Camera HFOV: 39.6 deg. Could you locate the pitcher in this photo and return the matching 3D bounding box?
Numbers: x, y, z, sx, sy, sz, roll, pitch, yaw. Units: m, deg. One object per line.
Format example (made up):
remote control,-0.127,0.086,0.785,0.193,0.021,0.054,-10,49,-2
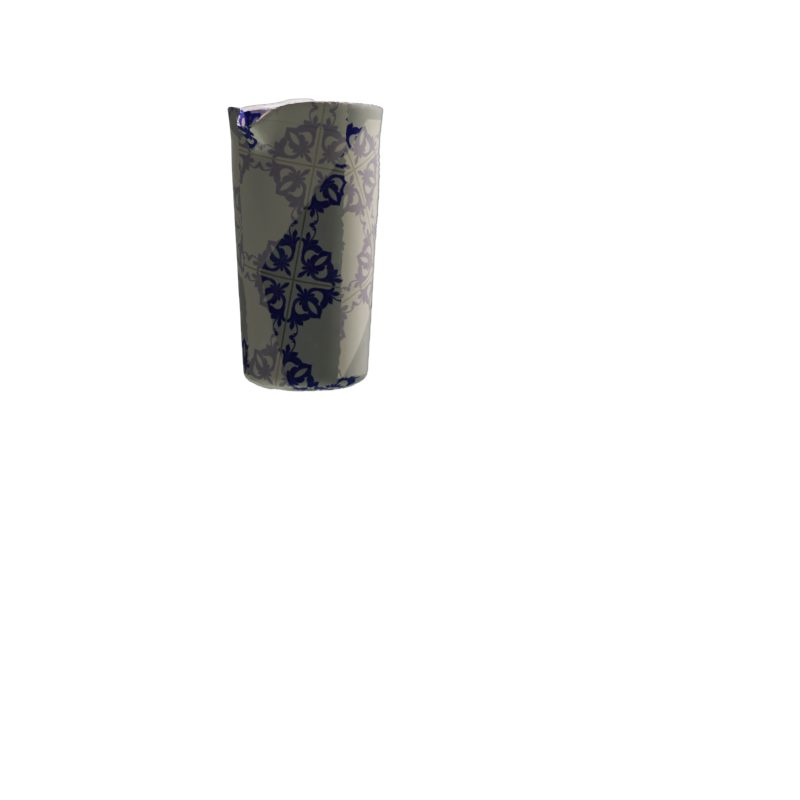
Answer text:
pitcher,-0.075,-0.137,0.960,0.147,0.241,0.149,-1,4,-13
